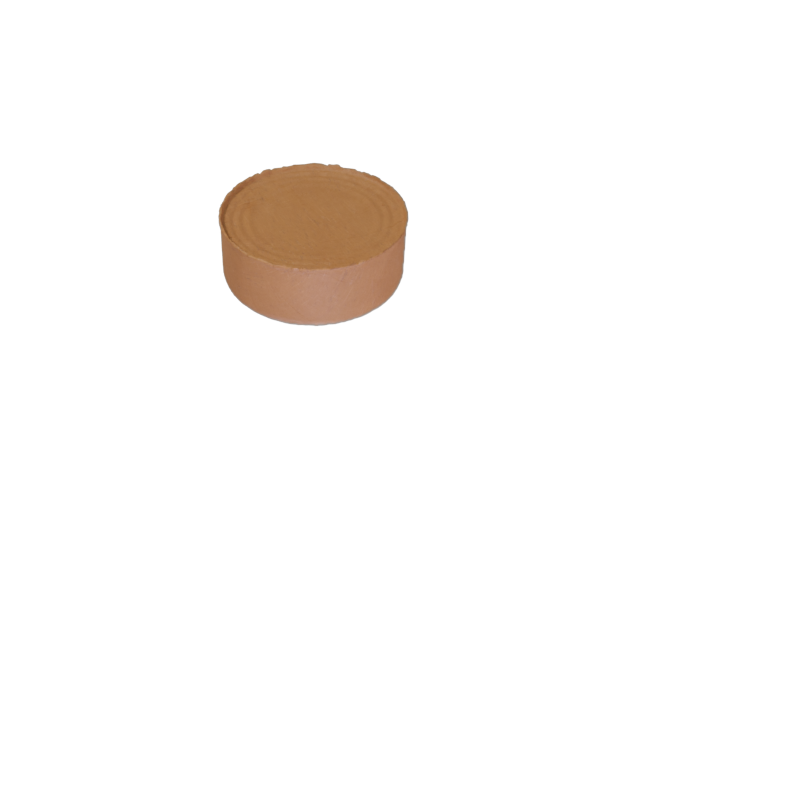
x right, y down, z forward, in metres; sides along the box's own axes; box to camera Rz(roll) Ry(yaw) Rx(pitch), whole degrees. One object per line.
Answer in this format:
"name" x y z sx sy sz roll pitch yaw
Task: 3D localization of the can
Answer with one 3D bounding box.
"can" -0.040 -0.073 0.510 0.086 0.031 0.092 -1 40 -2
